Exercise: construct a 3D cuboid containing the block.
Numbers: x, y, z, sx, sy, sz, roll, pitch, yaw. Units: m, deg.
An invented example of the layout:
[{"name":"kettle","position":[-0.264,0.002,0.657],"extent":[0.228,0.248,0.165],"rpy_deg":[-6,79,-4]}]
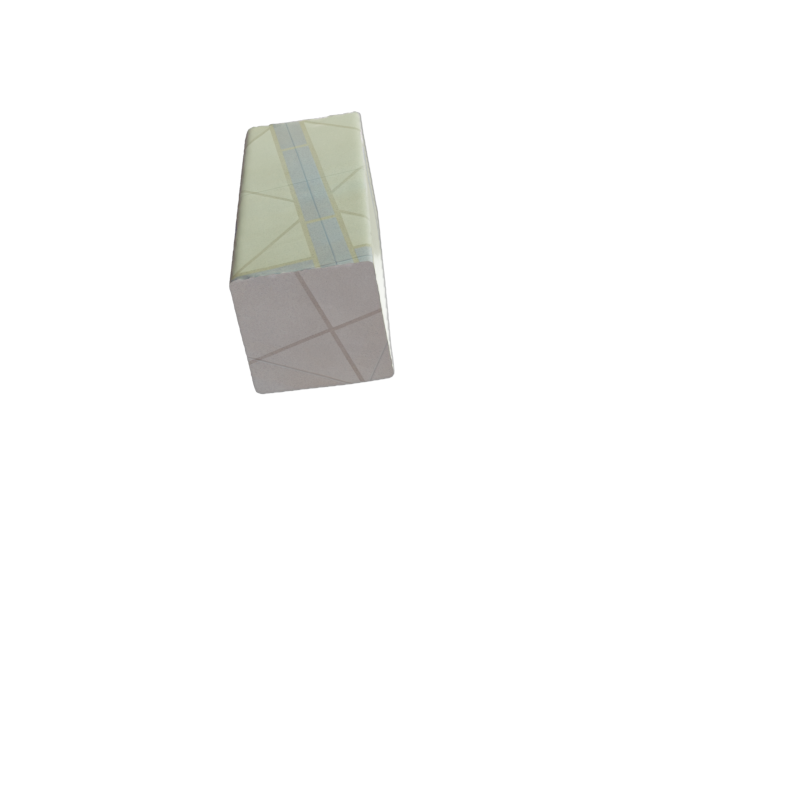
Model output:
[{"name":"block","position":[-0.060,-0.108,0.758],"extent":[0.090,0.084,0.221],"rpy_deg":[-8,37,3]}]
